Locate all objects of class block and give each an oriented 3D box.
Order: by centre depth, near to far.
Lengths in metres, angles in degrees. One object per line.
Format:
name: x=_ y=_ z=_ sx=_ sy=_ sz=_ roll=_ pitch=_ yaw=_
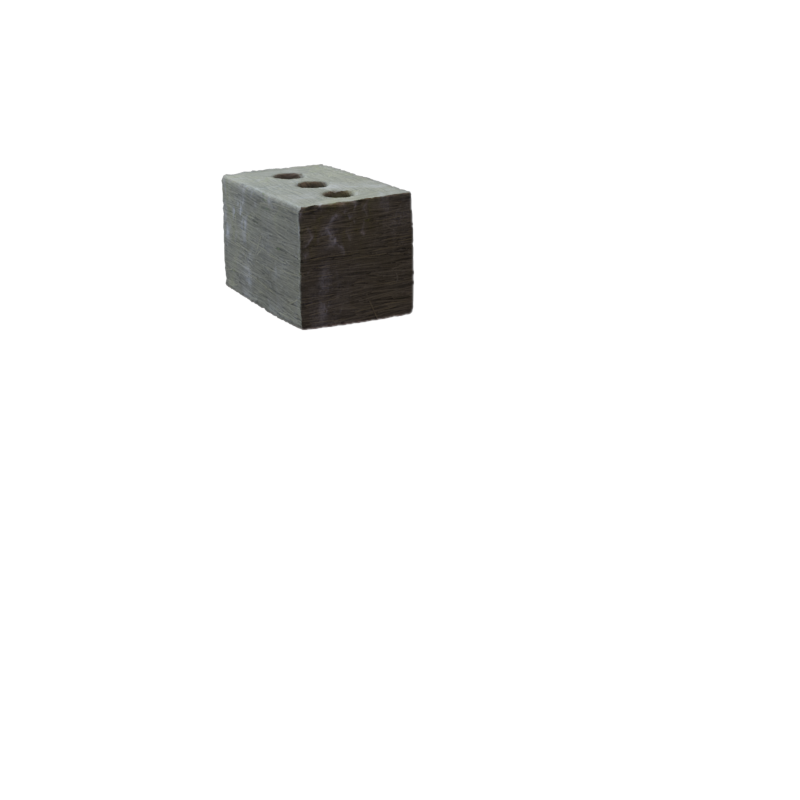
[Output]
block: x=-0.037 y=-0.067 z=0.468 sx=0.051 sy=0.049 sz=0.083 roll=-10 pitch=22 yaw=-30
